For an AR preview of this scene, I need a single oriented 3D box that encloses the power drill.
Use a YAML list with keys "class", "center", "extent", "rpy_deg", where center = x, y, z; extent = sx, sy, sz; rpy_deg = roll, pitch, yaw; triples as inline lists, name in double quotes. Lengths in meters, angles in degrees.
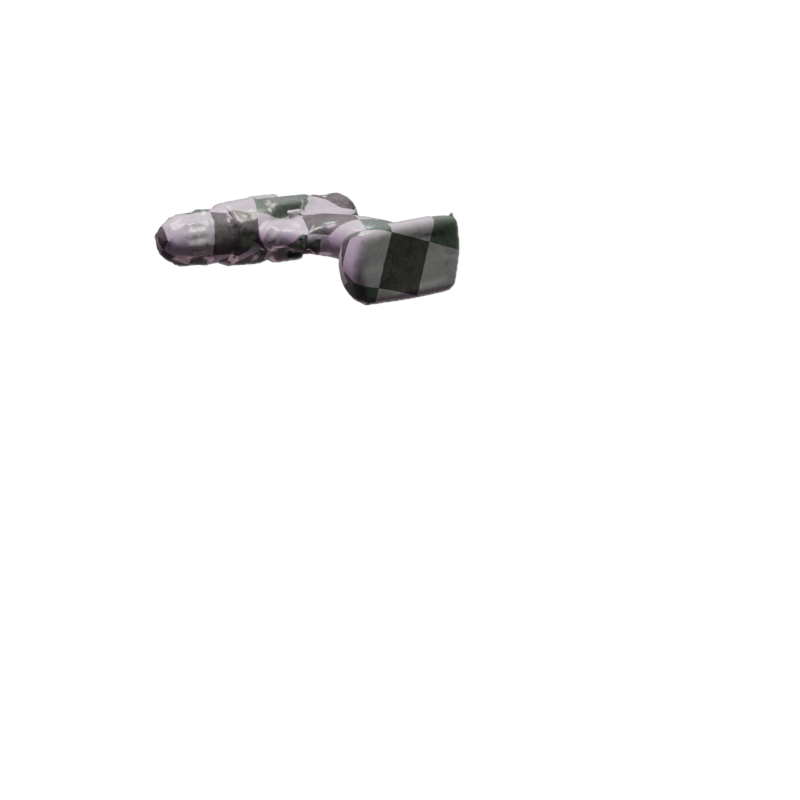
- class: "power drill"
  center: [-0.065, -0.118, 0.828]
  extent: [0.181, 0.055, 0.199]
  rpy_deg: [-17, 26, -38]
